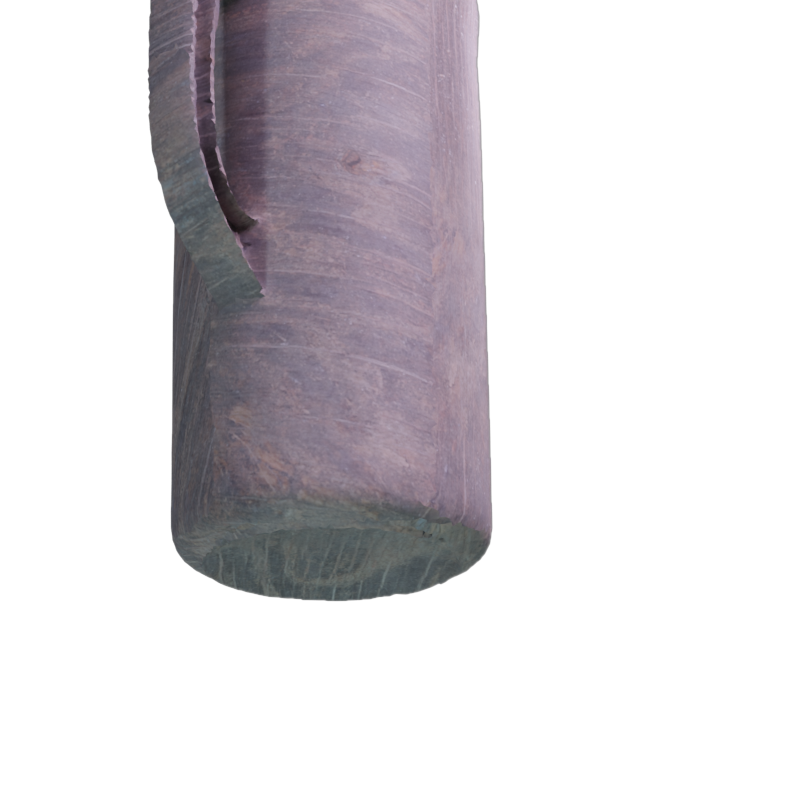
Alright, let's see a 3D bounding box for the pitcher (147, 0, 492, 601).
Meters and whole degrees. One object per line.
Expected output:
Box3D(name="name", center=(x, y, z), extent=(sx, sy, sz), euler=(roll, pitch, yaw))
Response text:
Box3D(name="pitcher", center=(-0.033, -0.060, 0.423), extent=(0.146, 0.259, 0.139), euler=(7, -30, -15))
